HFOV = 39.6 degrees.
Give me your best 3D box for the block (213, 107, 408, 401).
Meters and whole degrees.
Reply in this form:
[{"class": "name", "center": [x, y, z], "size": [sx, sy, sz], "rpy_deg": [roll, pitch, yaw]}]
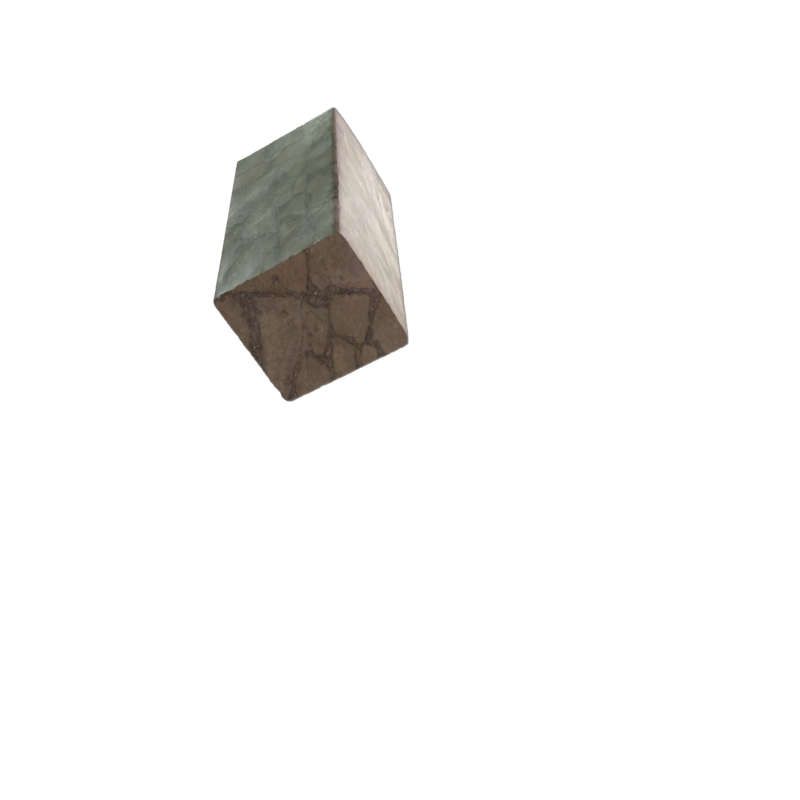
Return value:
[{"class": "block", "center": [-0.058, -0.107, 0.751], "size": [0.091, 0.084, 0.220], "rpy_deg": [-27, 31, 13]}]
